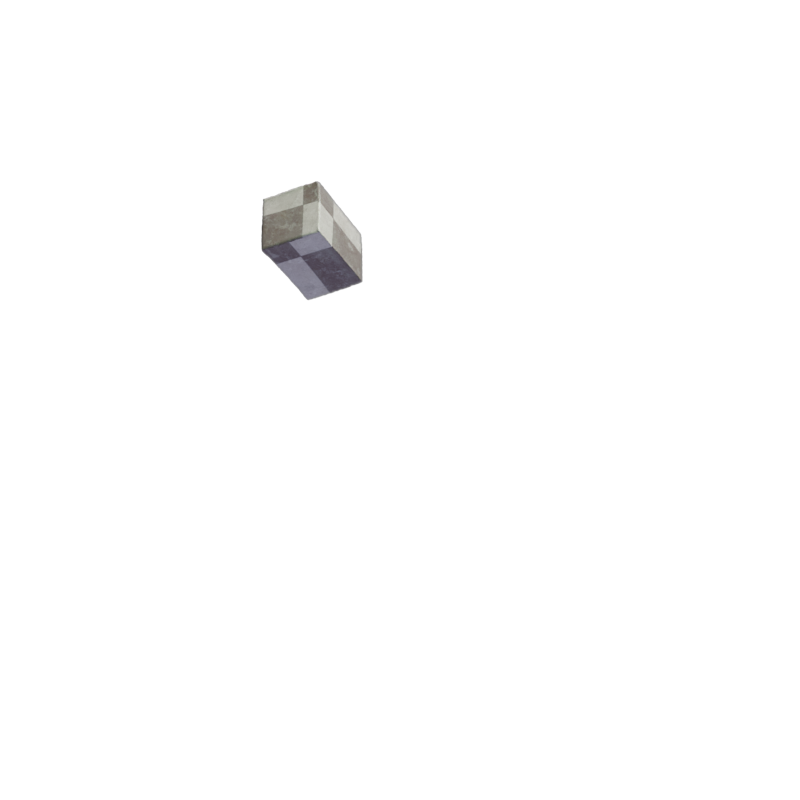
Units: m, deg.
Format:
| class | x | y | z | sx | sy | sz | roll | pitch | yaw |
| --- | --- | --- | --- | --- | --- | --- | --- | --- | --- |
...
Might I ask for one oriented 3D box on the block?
| class | x | y | z | sx | sy | sz | roll | pitch | yaw |
| --- | --- | --- | --- | --- | --- | --- | --- | --- | --- |
| block | -0.069 | -0.126 | 0.881 | 0.053 | 0.055 | 0.072 | -16 | -37 | 20 |
